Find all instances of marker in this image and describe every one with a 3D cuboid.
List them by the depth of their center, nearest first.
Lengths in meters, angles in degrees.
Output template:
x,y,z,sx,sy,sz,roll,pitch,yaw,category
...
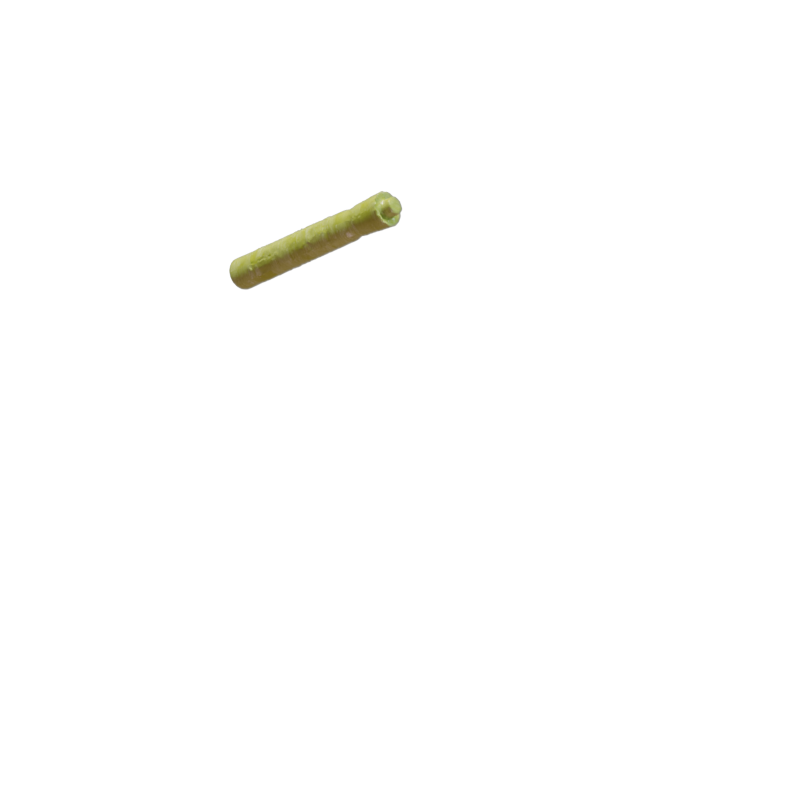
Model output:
x,y,z,sx,sy,sz,roll,pitch,yaw,category
-0.046,-0.084,0.589,0.122,0.020,0.019,-16,-8,42,marker
